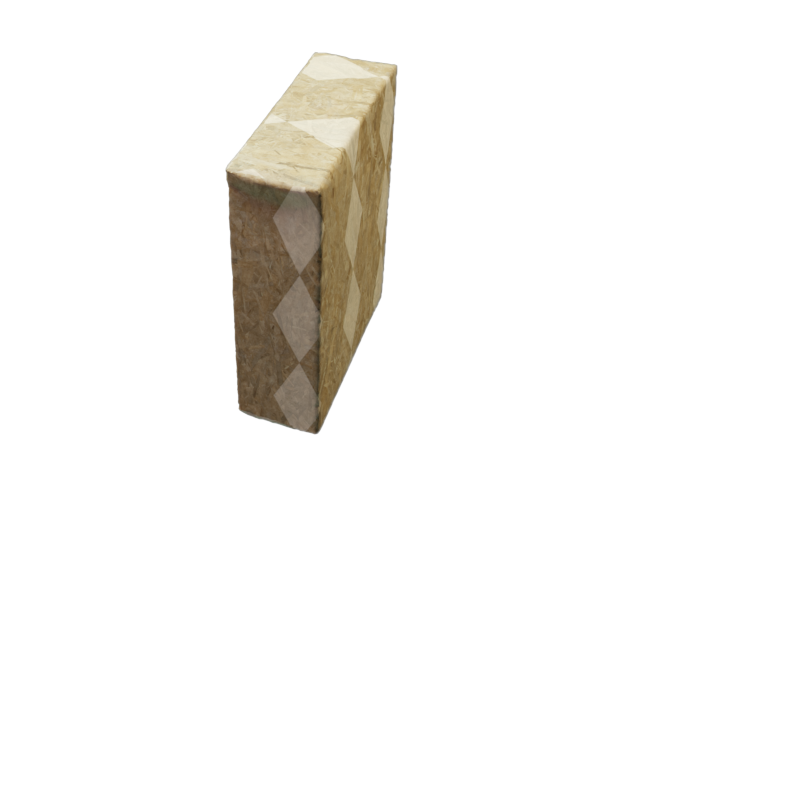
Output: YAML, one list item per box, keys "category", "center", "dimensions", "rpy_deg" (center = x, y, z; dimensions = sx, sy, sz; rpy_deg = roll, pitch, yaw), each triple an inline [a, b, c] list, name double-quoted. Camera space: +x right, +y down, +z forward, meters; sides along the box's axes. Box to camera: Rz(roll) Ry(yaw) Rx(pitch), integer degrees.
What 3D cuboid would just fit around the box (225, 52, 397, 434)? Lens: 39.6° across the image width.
- category: "box"
  center: [-0.061, -0.111, 0.781]
  dimensions: [0.073, 0.199, 0.172]
  rpy_deg: [12, 43, 10]
